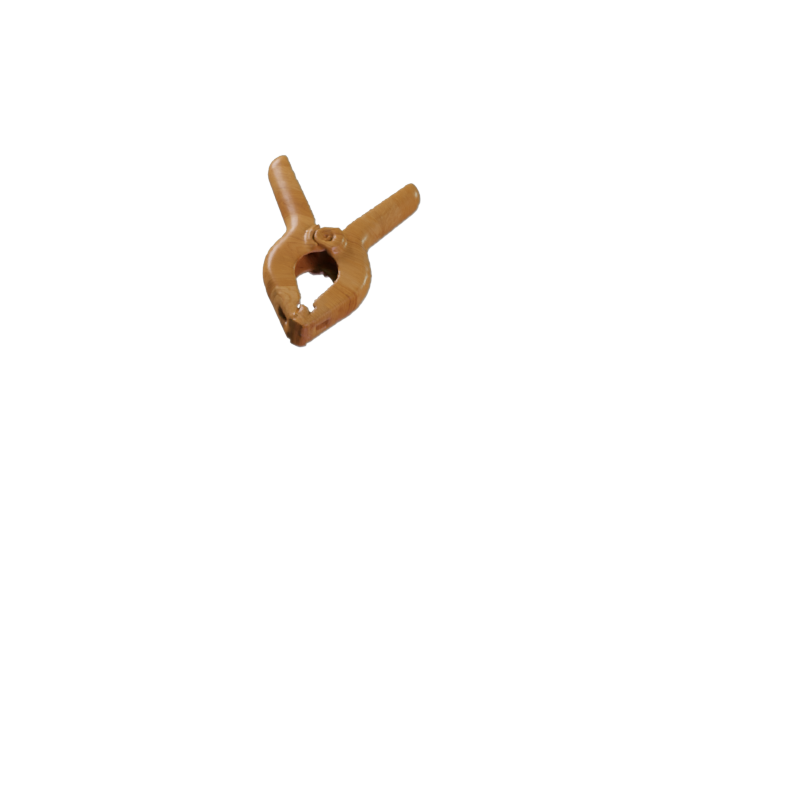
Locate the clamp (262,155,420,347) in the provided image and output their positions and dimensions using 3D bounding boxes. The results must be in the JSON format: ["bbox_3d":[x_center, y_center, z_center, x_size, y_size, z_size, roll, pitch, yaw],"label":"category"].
[{"bbox_3d":[-0.065,-0.118,0.826,0.123,0.179,0.036,15,-40,12],"label":"clamp"}]
